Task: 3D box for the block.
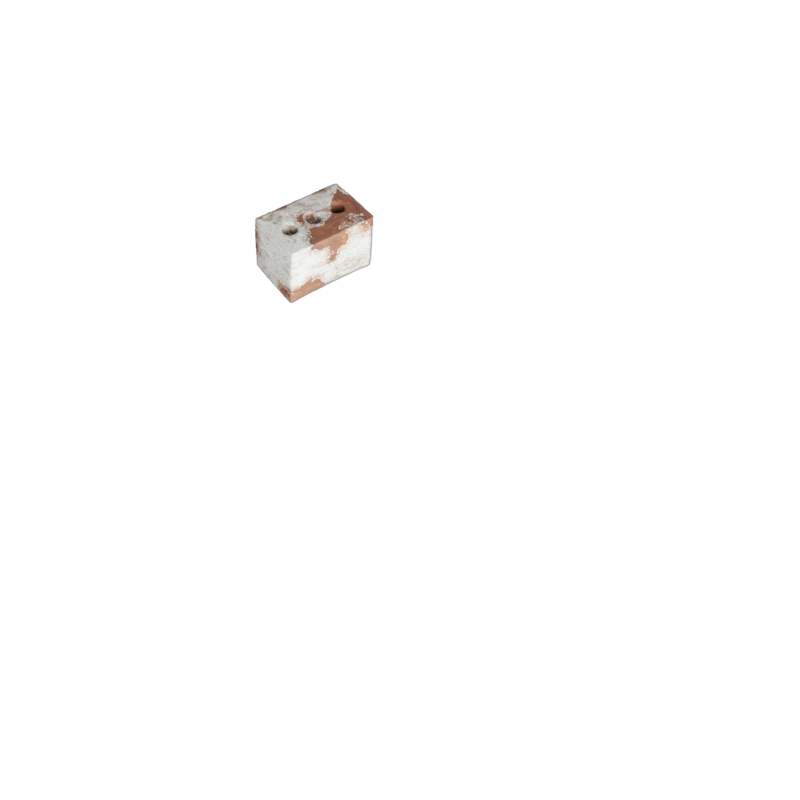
[{"bbox_3d":[-0.067,-0.123,0.860,0.078,0.048,0.057,-29,54,-25],"label":"block"}]
